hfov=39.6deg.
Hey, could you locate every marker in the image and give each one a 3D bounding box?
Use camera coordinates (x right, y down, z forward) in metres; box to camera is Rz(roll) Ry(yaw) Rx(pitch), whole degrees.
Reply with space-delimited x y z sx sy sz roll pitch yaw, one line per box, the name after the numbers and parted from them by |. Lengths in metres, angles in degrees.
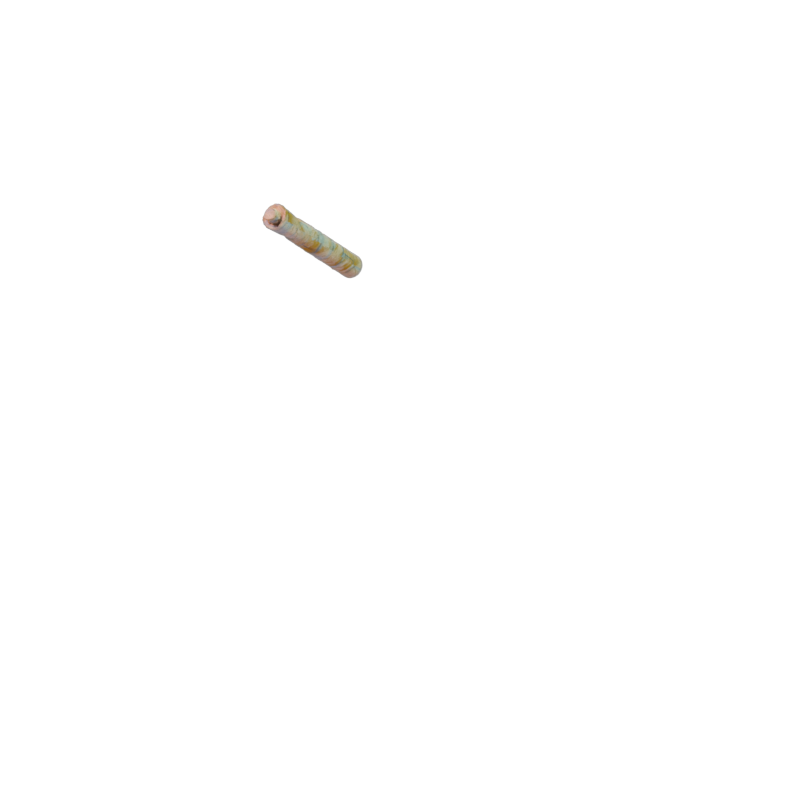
-0.062 -0.114 0.798 0.020 0.020 0.113 2 -11 28 | marker
